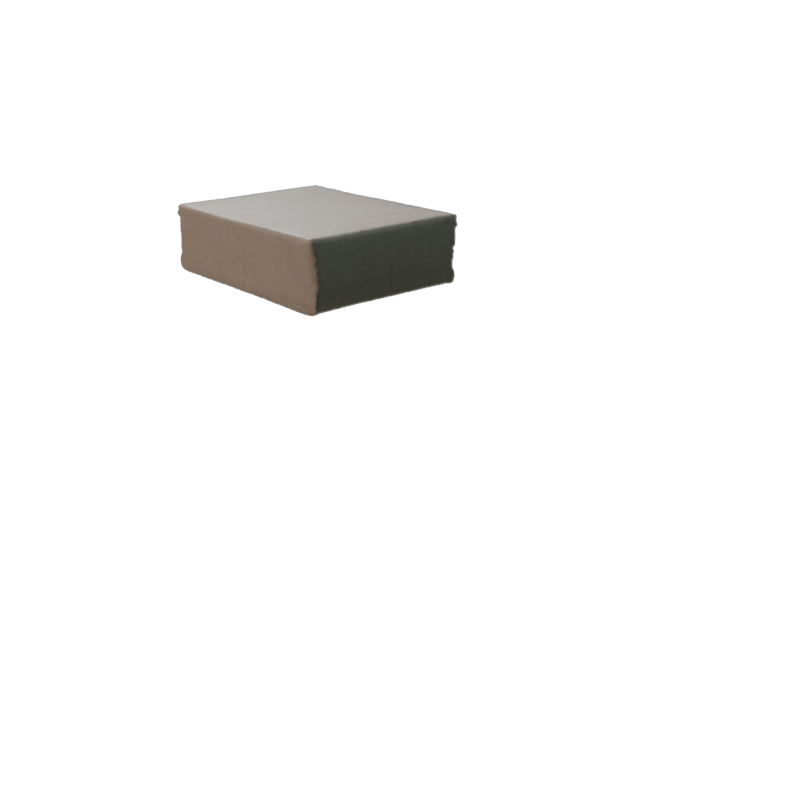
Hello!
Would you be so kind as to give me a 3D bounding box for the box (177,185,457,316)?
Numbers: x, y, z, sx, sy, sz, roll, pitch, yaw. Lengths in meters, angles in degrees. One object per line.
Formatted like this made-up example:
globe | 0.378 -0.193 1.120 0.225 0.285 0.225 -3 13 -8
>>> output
box | -0.043 -0.078 0.545 0.088 0.037 0.121 -17 27 -37
